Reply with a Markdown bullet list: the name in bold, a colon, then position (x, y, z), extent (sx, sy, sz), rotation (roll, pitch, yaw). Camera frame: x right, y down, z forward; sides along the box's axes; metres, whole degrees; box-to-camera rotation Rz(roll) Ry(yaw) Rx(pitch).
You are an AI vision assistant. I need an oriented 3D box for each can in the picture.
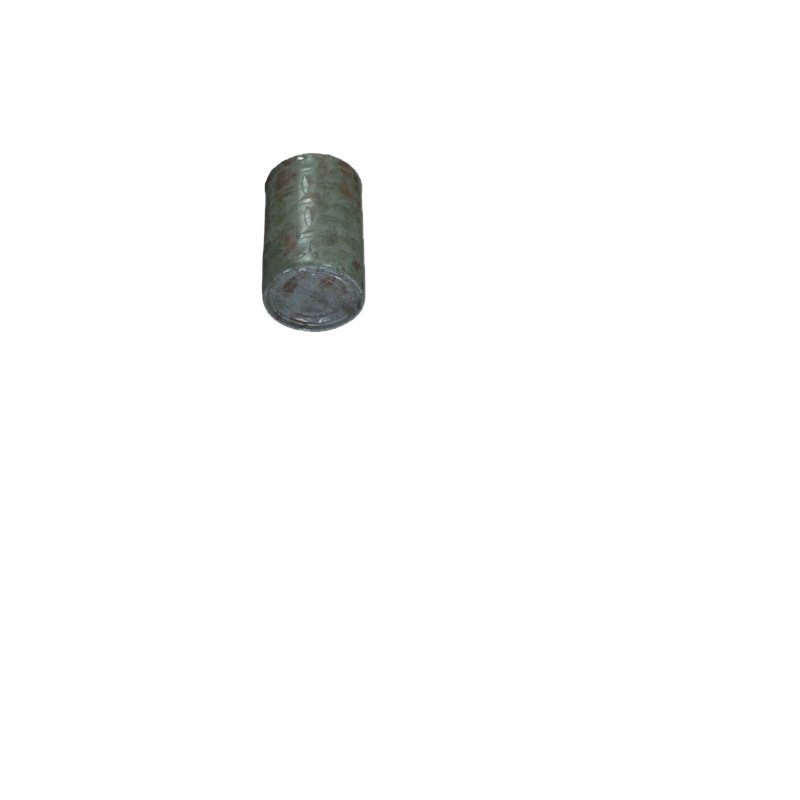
- **can**: position (-0.057, -0.105, 0.734), extent (0.068, 0.110, 0.064), rotation (-1, -40, -3)
